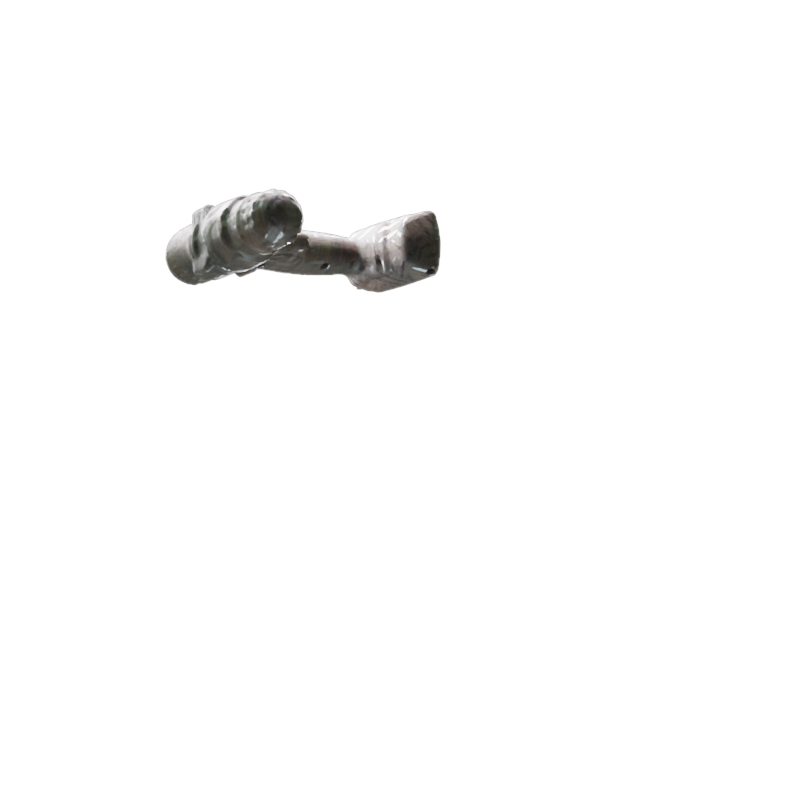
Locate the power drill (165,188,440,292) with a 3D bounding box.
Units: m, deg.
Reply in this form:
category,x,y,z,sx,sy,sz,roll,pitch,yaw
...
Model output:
category,x,y,z,sx,sy,sz,roll,pitch,yaw
power drill,-0.066,-0.120,0.843,0.181,0.058,0.188,1,-3,-30
